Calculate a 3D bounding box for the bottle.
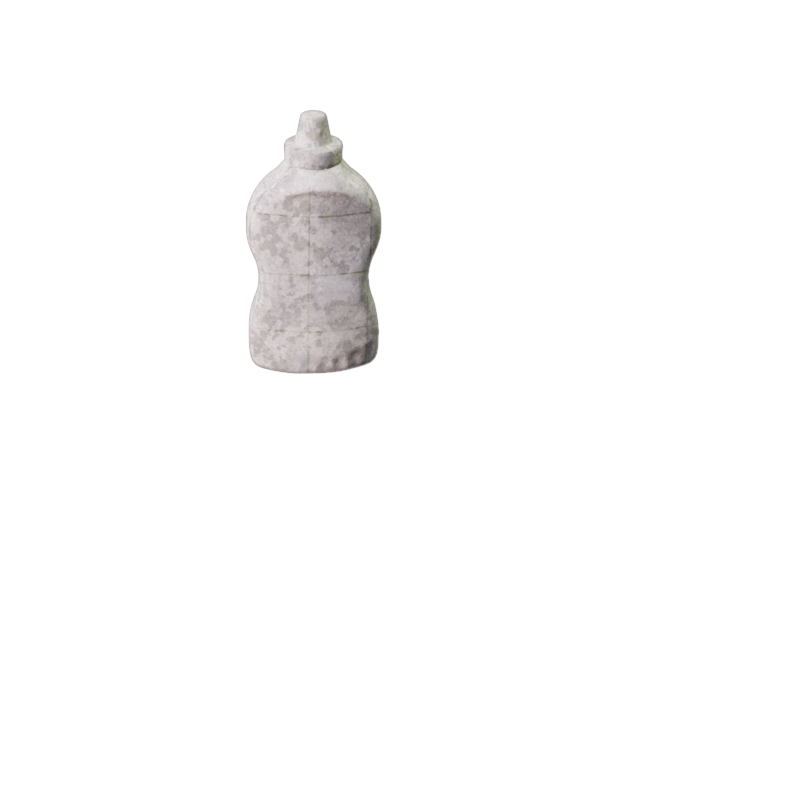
[{"bbox_3d":[-0.062,-0.113,0.793,0.096,0.181,0.062,0,28,-4],"label":"bottle"}]
